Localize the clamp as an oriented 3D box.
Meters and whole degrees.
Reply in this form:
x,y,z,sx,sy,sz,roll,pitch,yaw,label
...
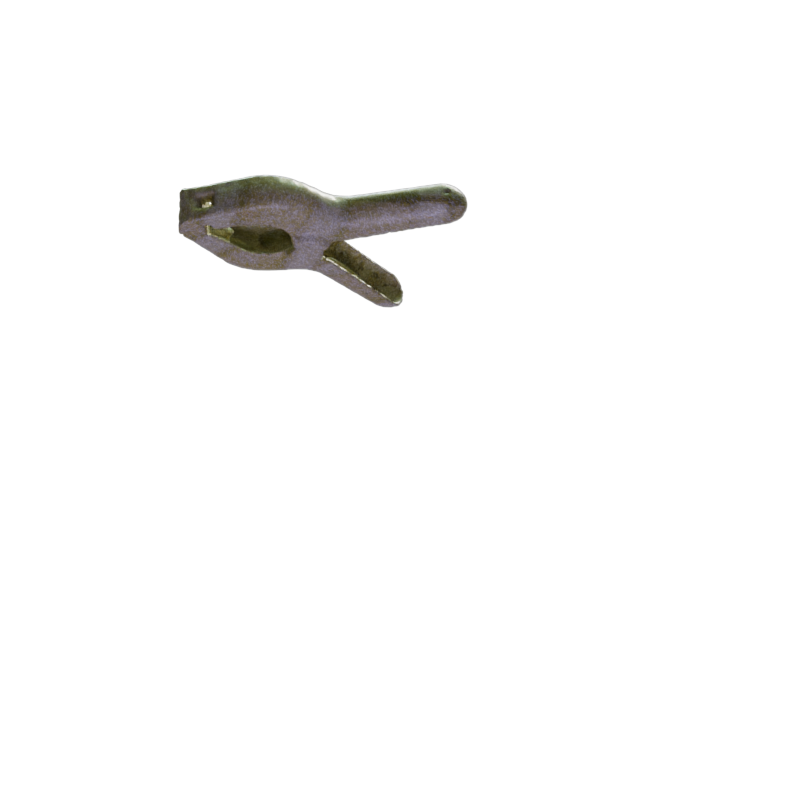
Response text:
x,y,z,sx,sy,sz,roll,pitch,yaw,label
-0.054,-0.099,0.696,0.169,0.042,0.113,6,-37,-8,clamp
